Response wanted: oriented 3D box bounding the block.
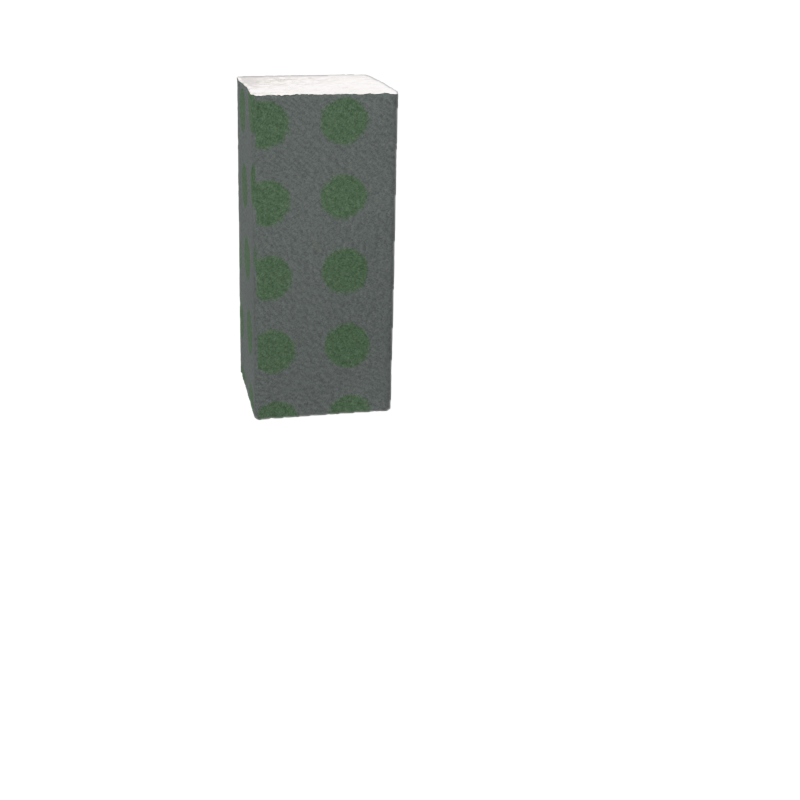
[{"bbox_3d":[-0.056,-0.103,0.721,0.089,0.198,0.095,-3,18,-12],"label":"block"}]
